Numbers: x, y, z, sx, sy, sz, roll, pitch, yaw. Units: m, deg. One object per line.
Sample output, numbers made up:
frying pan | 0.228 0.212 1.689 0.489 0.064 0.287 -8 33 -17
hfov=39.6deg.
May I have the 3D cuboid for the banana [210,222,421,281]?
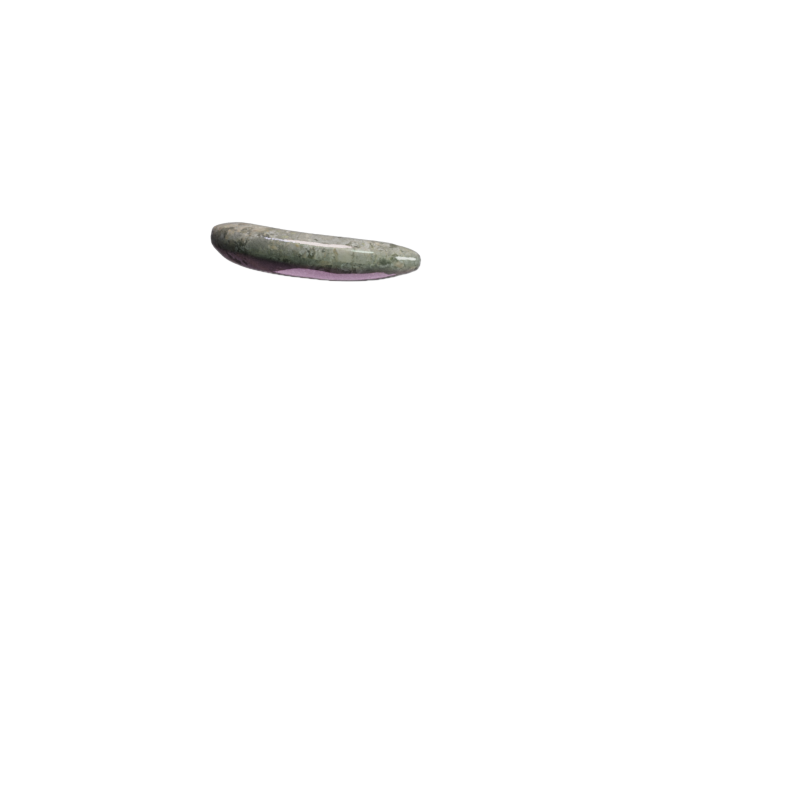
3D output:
banana | -0.085 -0.127 0.931 0.205 0.035 0.071 13 30 23
